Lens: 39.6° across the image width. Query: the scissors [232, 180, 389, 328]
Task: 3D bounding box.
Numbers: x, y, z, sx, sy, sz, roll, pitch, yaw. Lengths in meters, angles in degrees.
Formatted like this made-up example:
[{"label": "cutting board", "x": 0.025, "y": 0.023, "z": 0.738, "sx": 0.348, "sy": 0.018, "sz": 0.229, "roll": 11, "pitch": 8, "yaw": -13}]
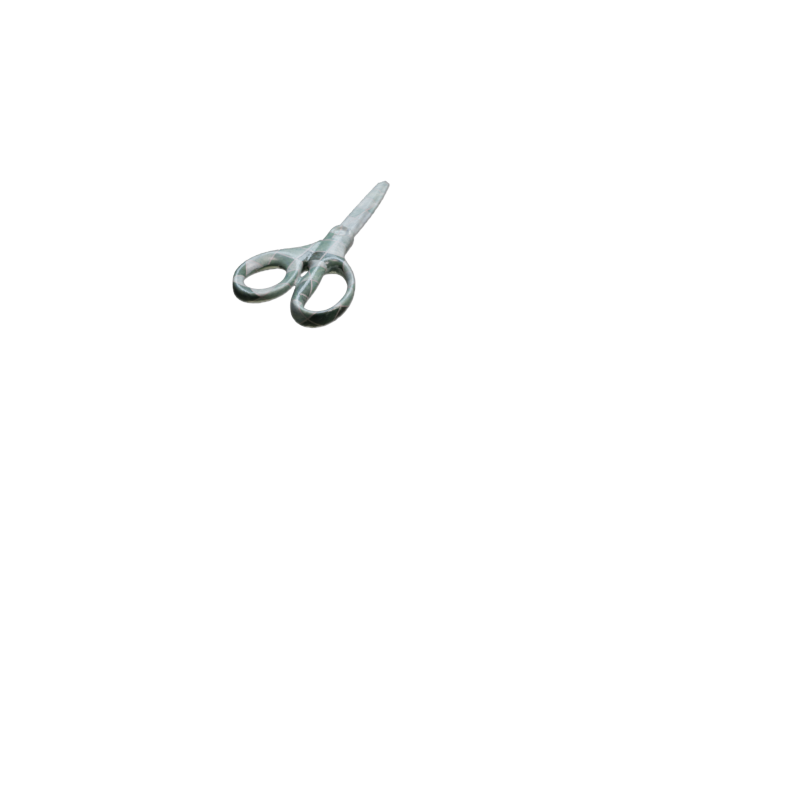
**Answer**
[{"label": "scissors", "x": -0.065, "y": -0.118, "z": 0.830, "sx": 0.097, "sy": 0.015, "sz": 0.214, "roll": 3, "pitch": 37, "yaw": 4}]
